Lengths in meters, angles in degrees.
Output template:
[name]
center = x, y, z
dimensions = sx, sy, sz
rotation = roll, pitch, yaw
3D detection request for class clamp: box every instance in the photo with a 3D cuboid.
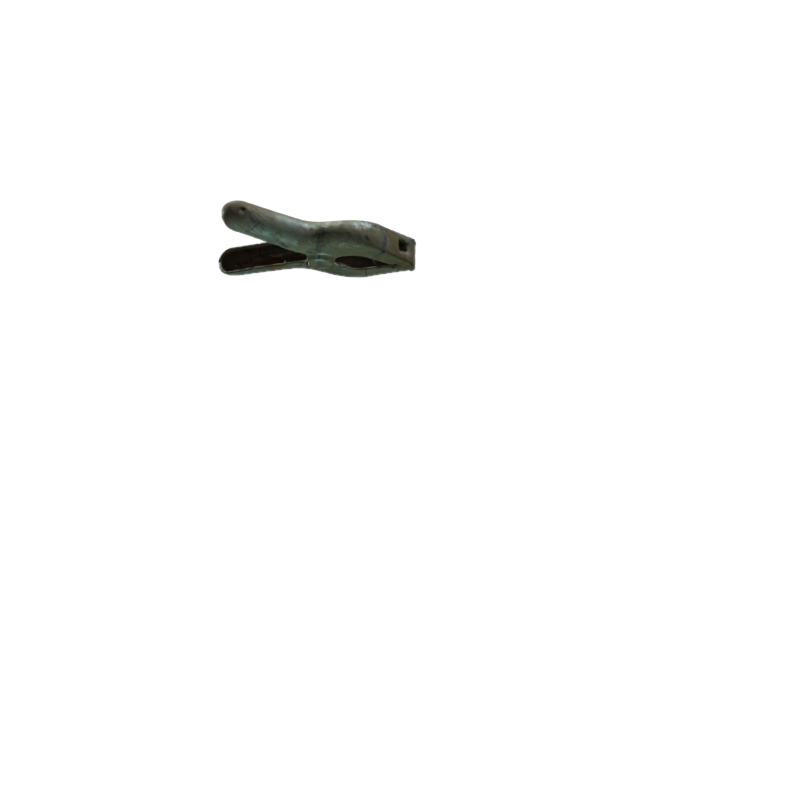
[clamp]
center = -0.072, -0.131, 0.918
dimensions = 0.172, 0.041, 0.116
rotation = 0, -10, 2
